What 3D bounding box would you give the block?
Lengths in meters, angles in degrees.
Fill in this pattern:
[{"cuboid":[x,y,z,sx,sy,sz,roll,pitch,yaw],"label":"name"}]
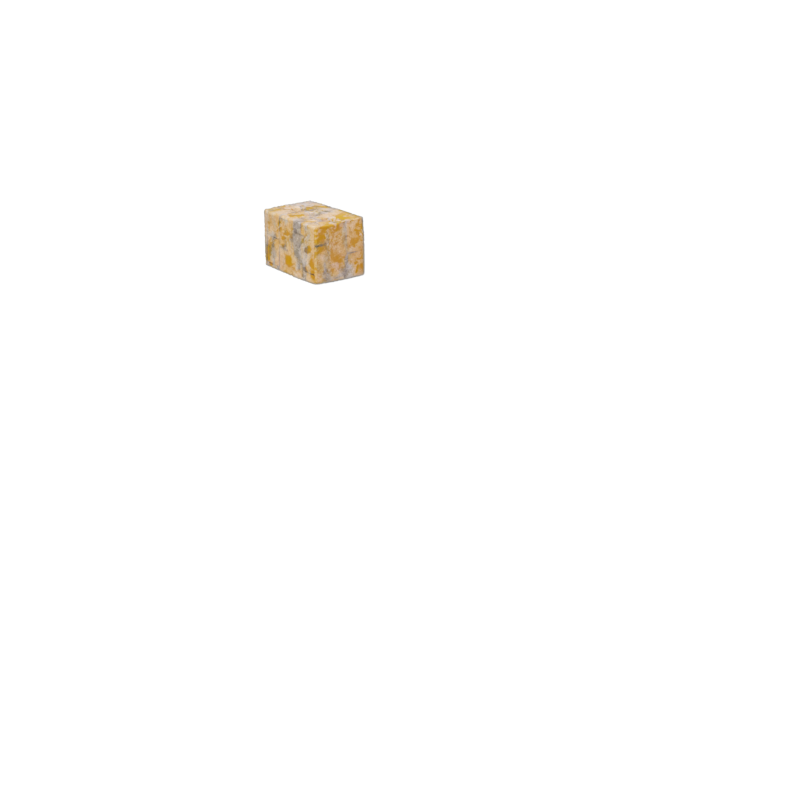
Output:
[{"cuboid":[-0.074,-0.135,0.948,0.052,0.049,0.083,-15,26,-37],"label":"block"}]
